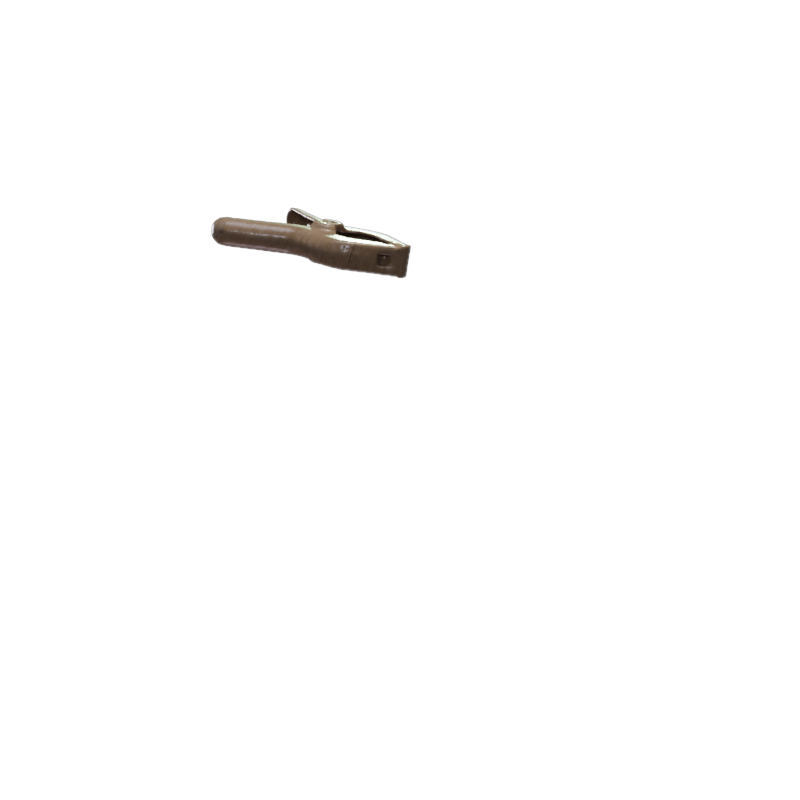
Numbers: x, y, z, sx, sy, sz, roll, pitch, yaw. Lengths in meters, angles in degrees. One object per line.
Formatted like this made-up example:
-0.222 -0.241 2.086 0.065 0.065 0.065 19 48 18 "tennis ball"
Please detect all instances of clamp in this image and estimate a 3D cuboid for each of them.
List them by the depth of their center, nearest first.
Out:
-0.074 -0.135 0.946 0.181 0.038 0.118 19 28 40 "clamp"
